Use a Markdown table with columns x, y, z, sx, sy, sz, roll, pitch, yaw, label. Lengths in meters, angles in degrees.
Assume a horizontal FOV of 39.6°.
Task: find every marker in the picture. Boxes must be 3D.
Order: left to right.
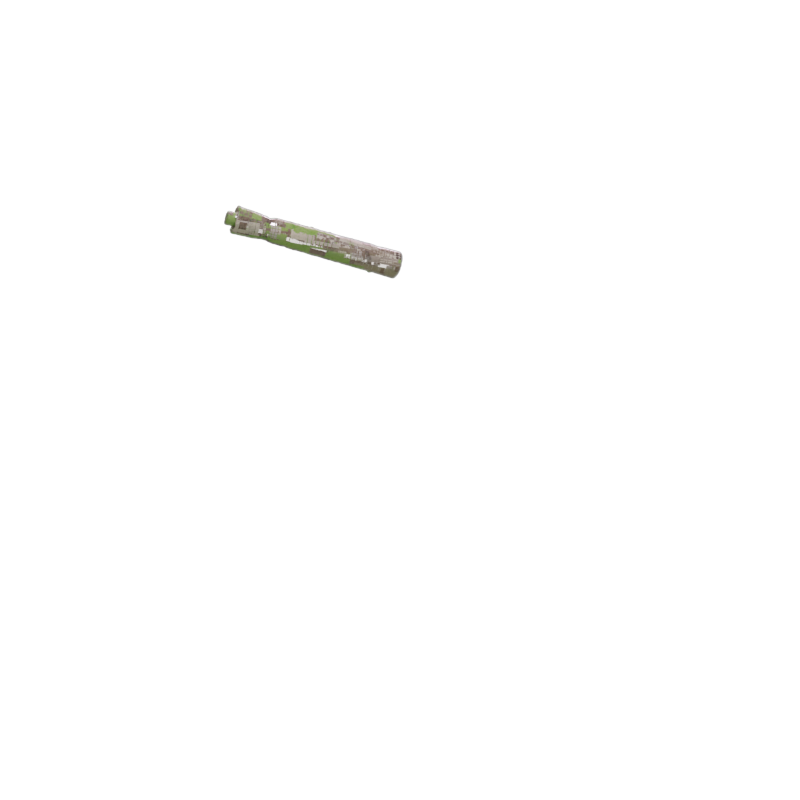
| x | y | z | sx | sy | sz | roll | pitch | yaw | label |
| --- | --- | --- | --- | --- | --- | --- | --- | --- | --- |
| -0.057 | -0.104 | 0.732 | 0.118 | 0.020 | 0.020 | 14 | 0 | -14 | marker |
